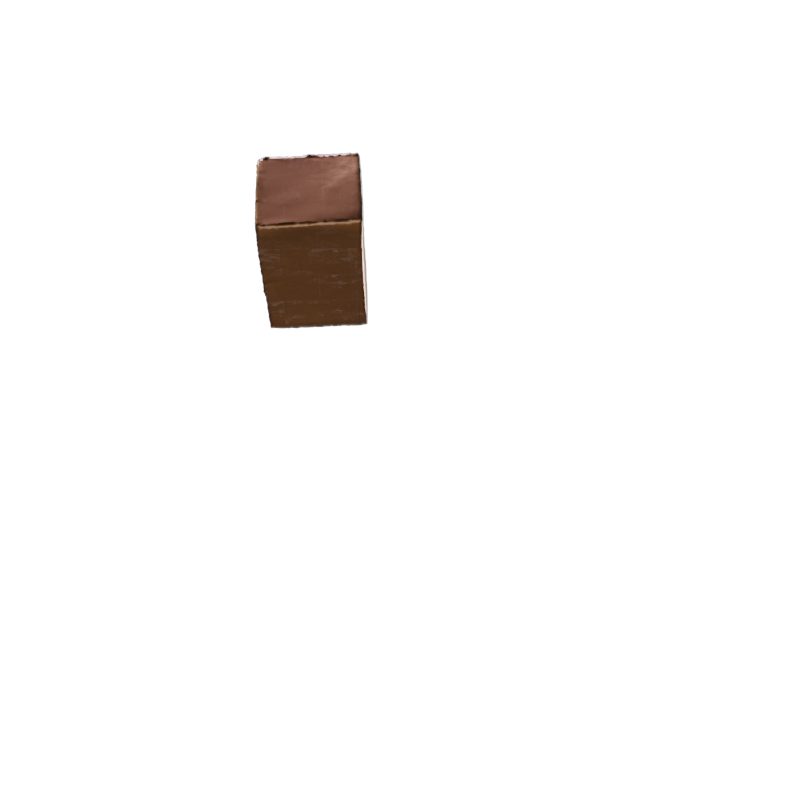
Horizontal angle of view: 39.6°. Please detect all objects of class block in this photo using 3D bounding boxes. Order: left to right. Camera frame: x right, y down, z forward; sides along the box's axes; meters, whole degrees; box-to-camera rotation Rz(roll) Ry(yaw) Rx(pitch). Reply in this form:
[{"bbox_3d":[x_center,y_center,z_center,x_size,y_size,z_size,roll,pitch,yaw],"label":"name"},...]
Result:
[{"bbox_3d":[-0.044,-0.080,0.562,0.053,0.055,0.072,-2,-40,0],"label":"block"}]
